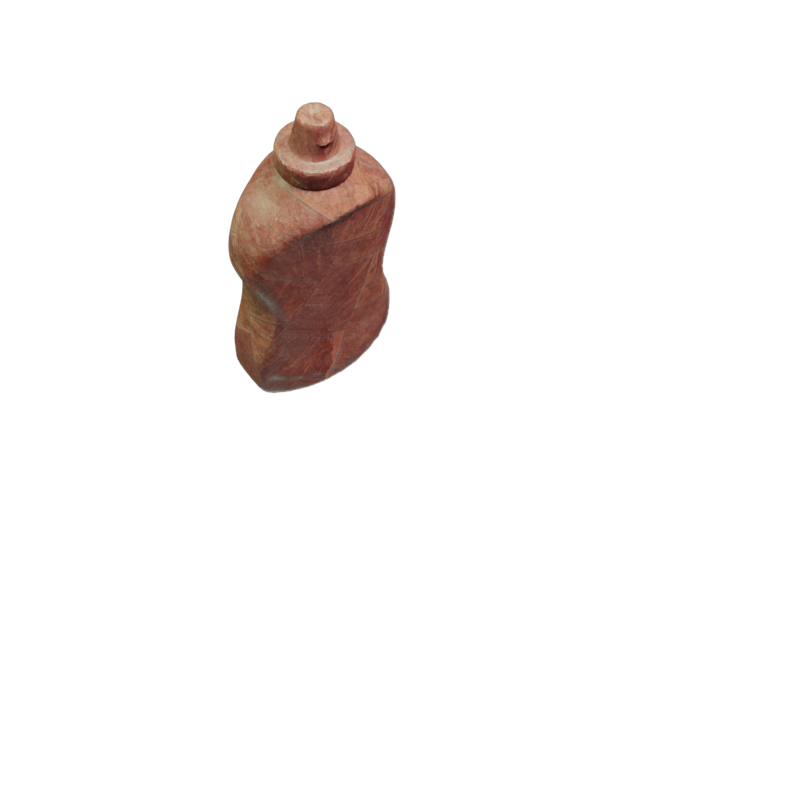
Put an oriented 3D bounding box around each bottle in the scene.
[{"bbox_3d":[-0.047,-0.086,0.603,0.096,0.062,0.179,-29,-29,-22],"label":"bottle"}]
